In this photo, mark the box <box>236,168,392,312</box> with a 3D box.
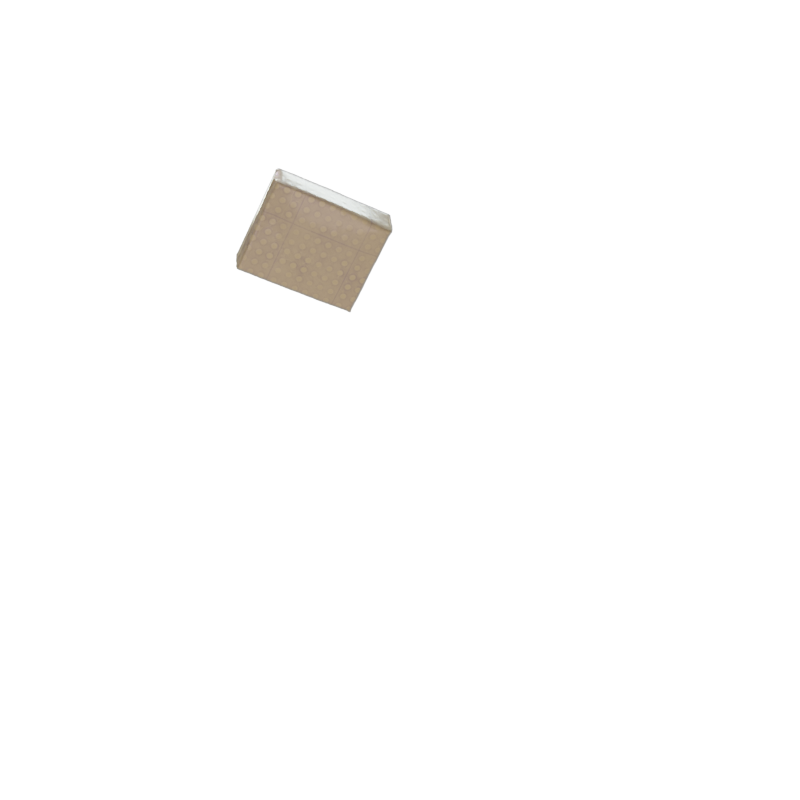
[{"bbox_3d":[-0.076,-0.138,0.966,0.111,0.087,0.041,23,23,-11],"label":"box"}]
